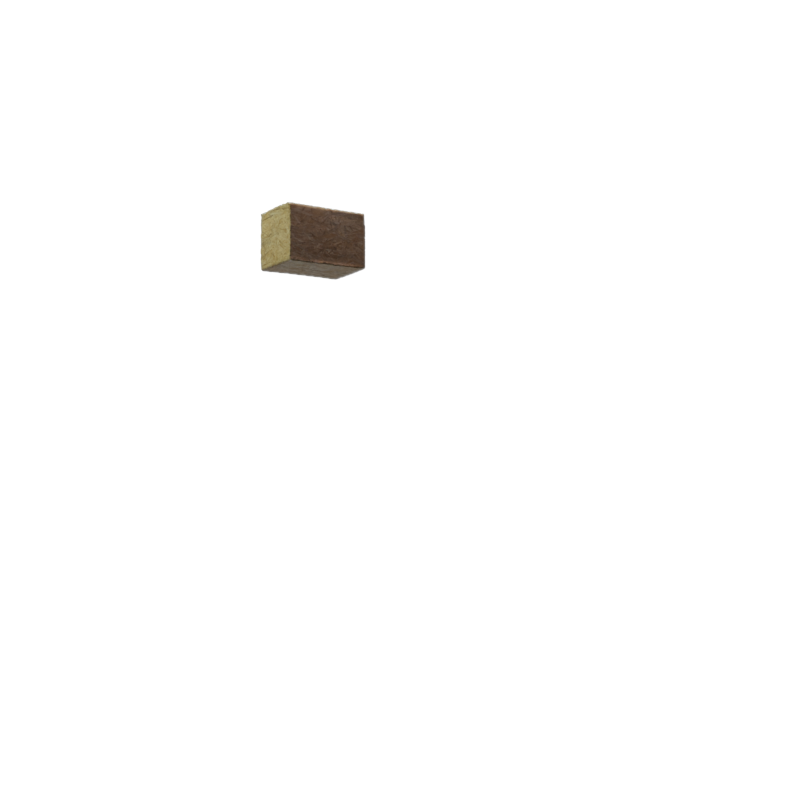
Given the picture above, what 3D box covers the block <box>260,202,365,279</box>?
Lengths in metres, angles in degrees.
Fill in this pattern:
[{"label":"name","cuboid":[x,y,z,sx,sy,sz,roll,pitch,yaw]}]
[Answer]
[{"label":"block","cuboid":[-0.075,-0.137,0.961,0.075,0.053,0.053,5,-11,-33]}]
